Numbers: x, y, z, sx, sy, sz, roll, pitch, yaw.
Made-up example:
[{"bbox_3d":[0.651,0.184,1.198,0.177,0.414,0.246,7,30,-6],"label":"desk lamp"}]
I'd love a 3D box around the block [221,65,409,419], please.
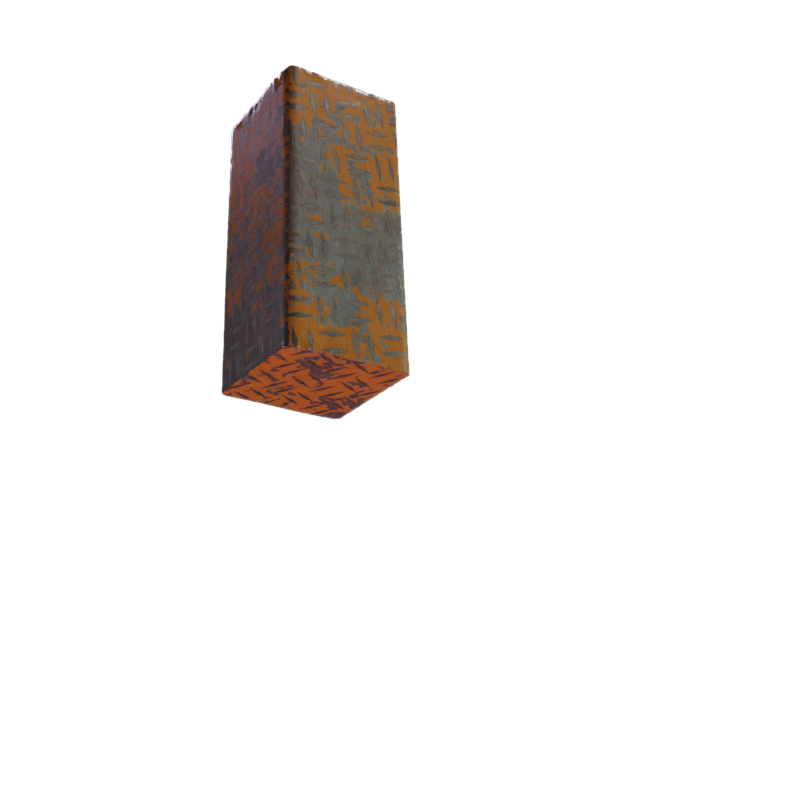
[{"bbox_3d":[-0.059,-0.106,0.739,0.086,0.219,0.089,15,-32,-29],"label":"block"}]
